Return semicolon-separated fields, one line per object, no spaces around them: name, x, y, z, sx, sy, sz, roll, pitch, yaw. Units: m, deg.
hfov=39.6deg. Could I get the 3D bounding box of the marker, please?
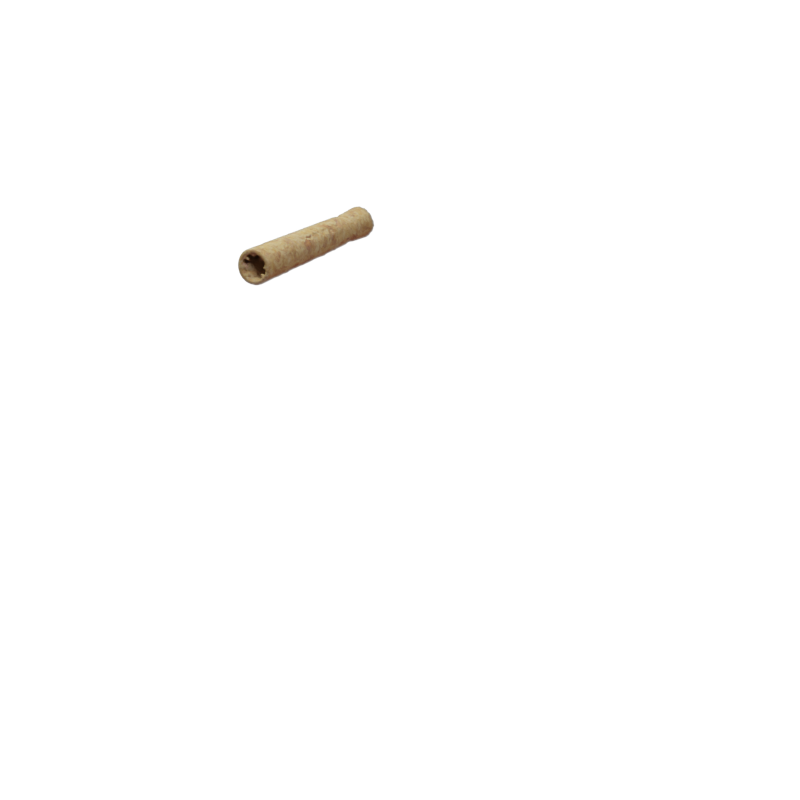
marker;-0.047;-0.085;0.598;0.020;0.019;0.121;2;20;27
